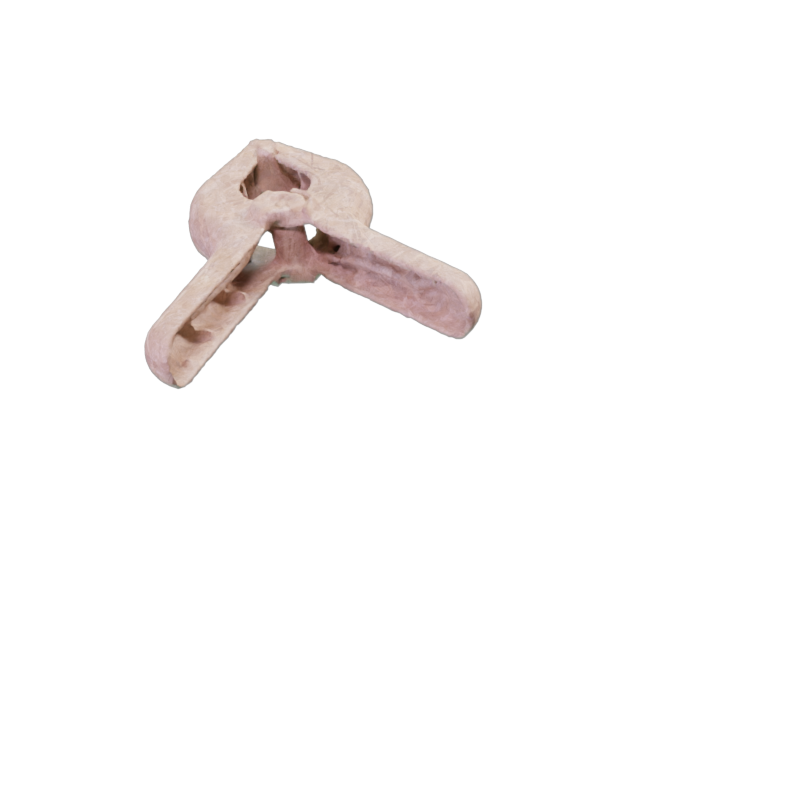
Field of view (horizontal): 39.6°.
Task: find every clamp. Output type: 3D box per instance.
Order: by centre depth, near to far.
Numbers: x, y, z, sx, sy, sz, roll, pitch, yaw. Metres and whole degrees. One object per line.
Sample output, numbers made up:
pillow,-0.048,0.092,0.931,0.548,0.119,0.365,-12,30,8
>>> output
clamp,-0.035,-0.065,0.453,0.120,0.037,0.183,-2,36,-3
